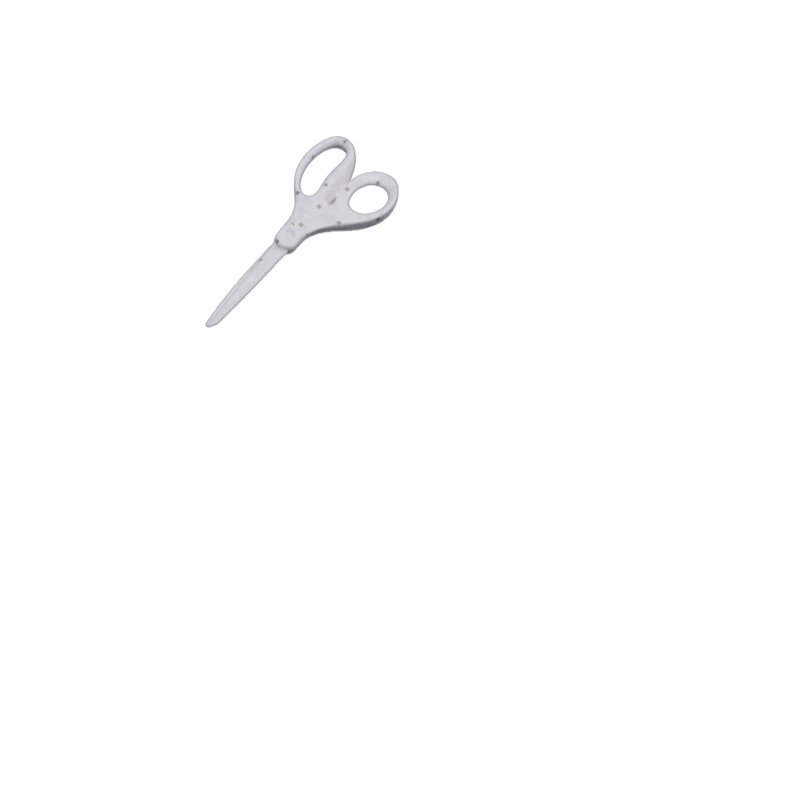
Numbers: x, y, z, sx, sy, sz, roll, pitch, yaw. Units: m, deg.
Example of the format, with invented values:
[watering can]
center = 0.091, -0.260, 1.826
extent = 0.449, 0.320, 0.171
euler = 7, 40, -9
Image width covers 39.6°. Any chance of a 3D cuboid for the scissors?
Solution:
[scissors]
center = -0.069, -0.125, 0.878
extent = 0.098, 0.210, 0.015
euler = 18, -28, 9
